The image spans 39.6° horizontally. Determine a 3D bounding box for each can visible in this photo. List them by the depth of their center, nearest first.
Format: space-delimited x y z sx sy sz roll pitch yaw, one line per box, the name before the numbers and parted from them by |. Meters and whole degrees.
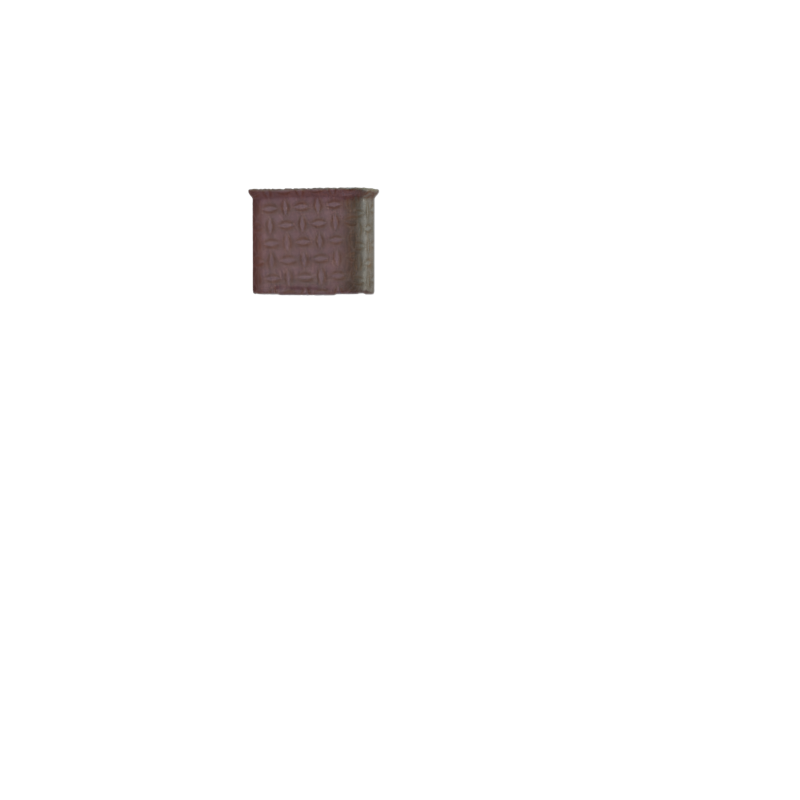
can | -0.069 -0.126 0.882 0.105 0.084 0.056 2 3 21
